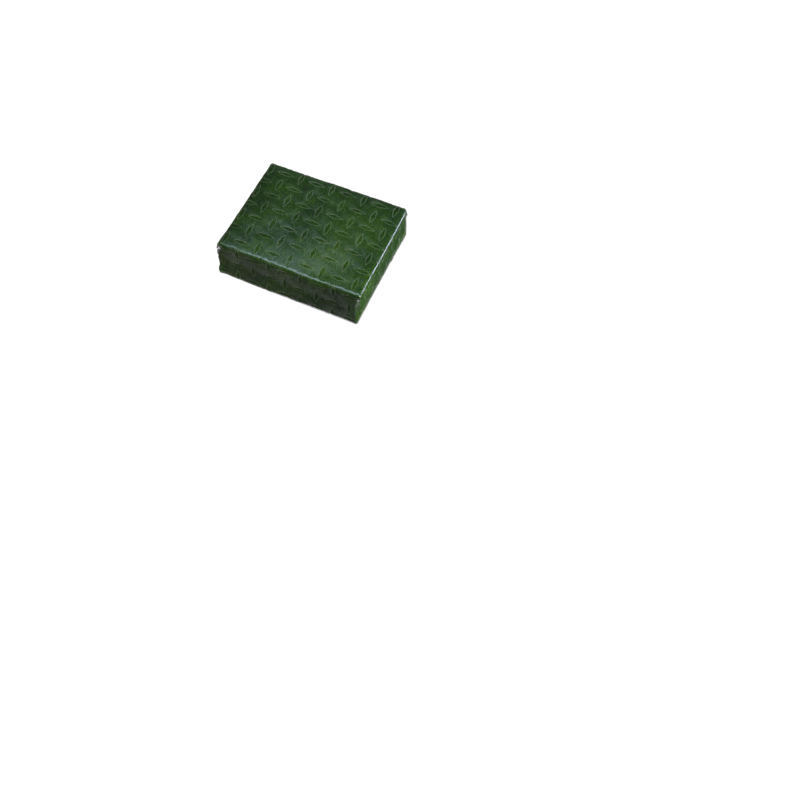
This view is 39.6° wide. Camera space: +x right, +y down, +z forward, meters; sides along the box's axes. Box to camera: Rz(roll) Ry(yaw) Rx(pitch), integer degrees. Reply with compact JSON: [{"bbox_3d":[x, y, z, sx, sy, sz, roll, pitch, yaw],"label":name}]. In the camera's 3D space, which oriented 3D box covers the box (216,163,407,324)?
[{"bbox_3d":[-0.063,-0.114,0.801,0.117,0.094,0.036,19,-36,14],"label":"box"}]
